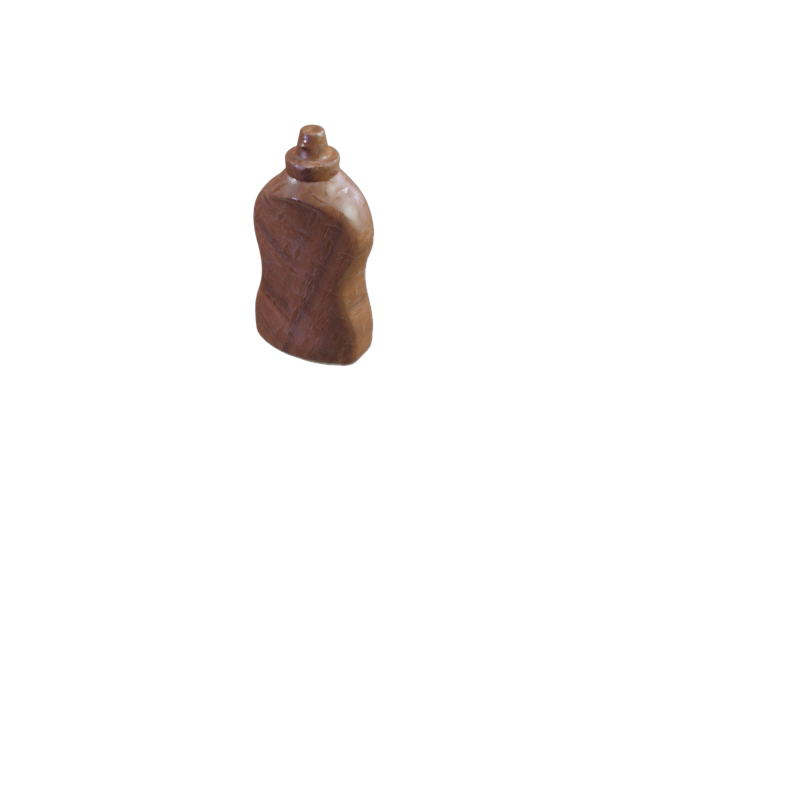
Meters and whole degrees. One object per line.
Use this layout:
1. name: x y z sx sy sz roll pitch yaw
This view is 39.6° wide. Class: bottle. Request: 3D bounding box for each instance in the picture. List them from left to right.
1. bottle: -0.067 -0.122 0.856 0.101 0.180 0.059 20 37 25
